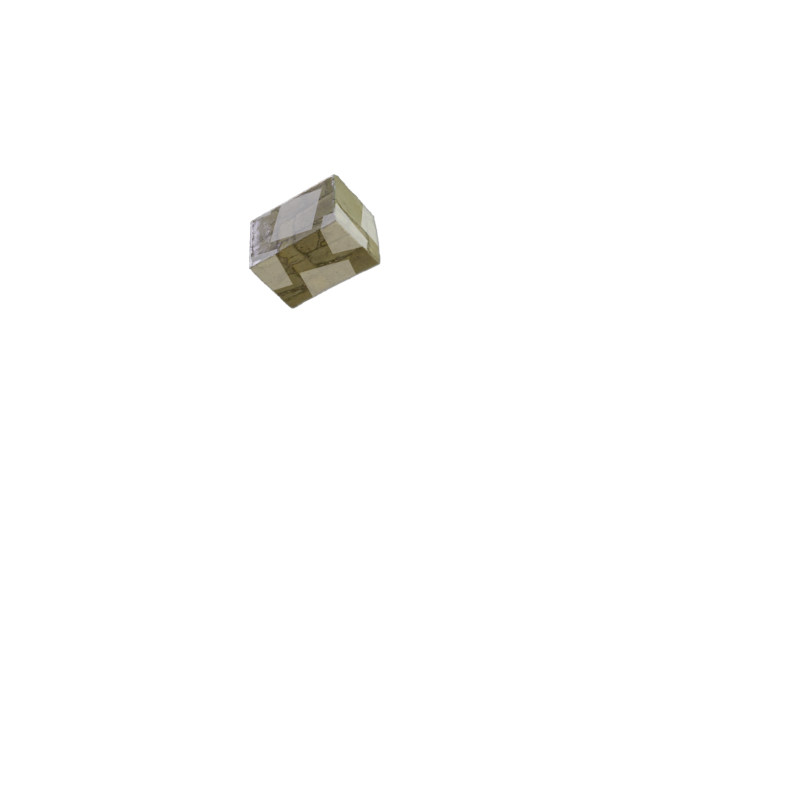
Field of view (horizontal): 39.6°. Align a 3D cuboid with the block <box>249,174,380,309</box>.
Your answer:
[{"bbox_3d":[-0.061,-0.111,0.778,0.078,0.055,0.049,-25,-47,23],"label":"block"}]
